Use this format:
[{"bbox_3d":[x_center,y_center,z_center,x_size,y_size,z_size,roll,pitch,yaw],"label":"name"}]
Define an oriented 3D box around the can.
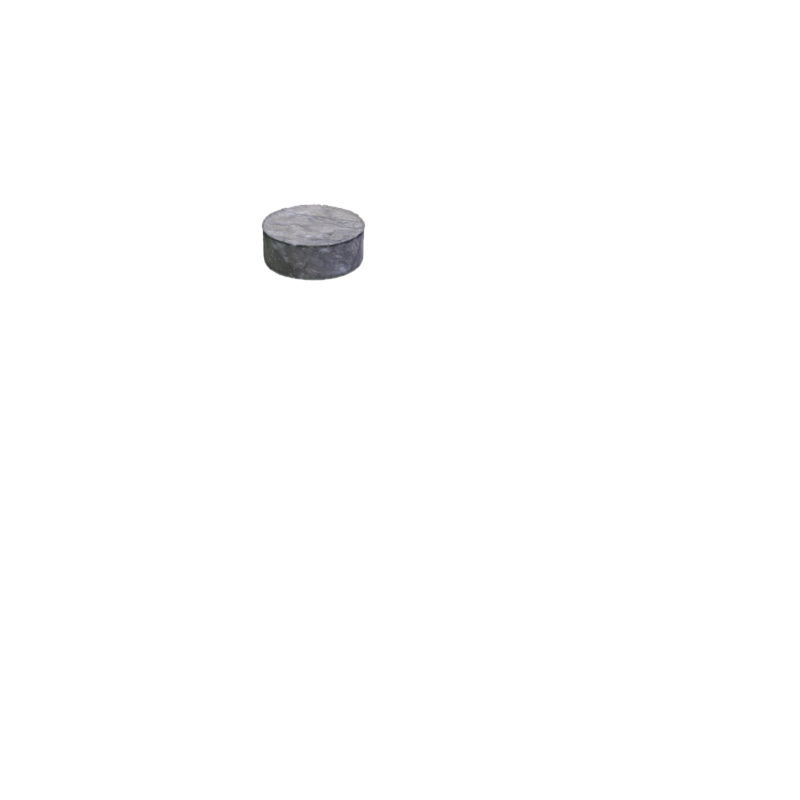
[{"bbox_3d":[-0.072,-0.132,0.925,0.086,0.032,0.091,-1,30,-2],"label":"can"}]
